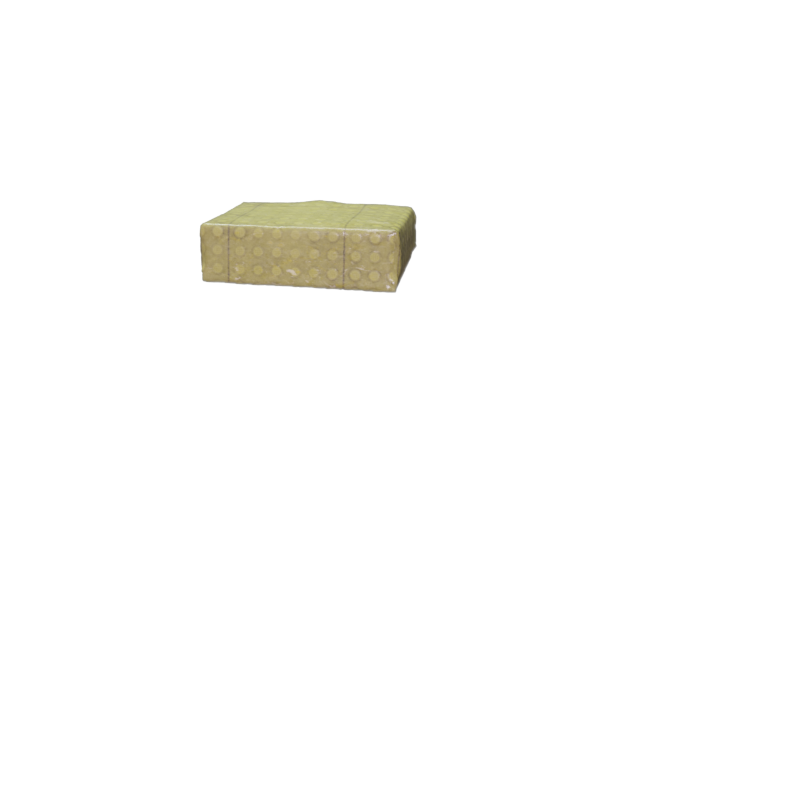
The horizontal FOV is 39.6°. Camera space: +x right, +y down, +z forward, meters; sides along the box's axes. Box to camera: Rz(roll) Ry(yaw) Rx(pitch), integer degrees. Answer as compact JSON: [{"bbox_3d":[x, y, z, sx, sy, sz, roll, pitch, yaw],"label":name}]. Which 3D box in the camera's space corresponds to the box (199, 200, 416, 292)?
[{"bbox_3d":[-0.040,-0.073,0.513,0.090,0.029,0.074,3,17,9],"label":"box"}]
